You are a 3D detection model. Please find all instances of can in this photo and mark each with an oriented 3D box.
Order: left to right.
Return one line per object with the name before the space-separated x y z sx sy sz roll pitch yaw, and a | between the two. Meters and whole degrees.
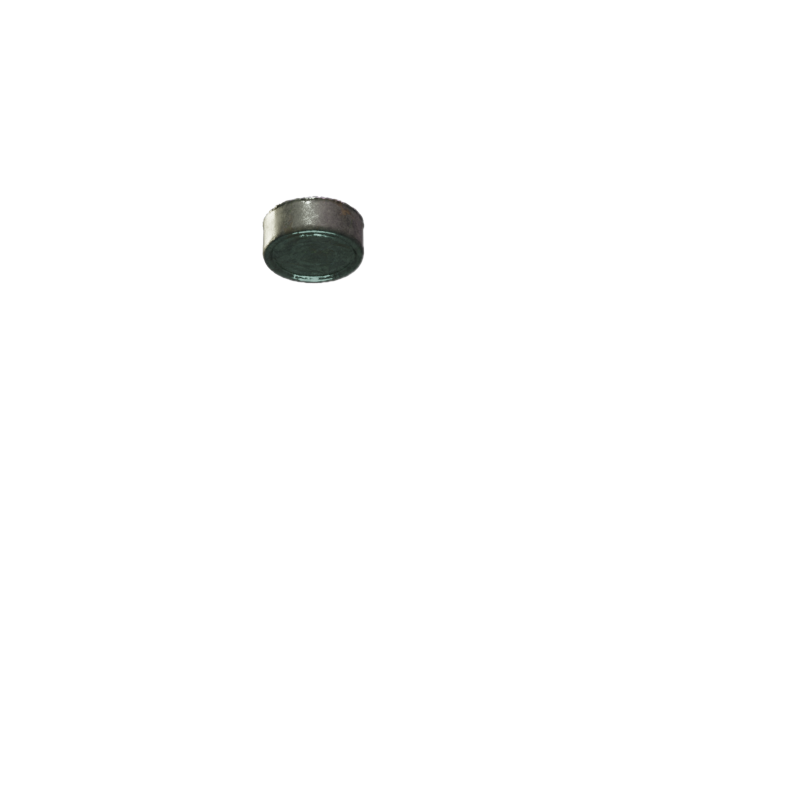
can | -0.073 -0.132 0.927 0.086 0.036 0.081 1 -27 -2
